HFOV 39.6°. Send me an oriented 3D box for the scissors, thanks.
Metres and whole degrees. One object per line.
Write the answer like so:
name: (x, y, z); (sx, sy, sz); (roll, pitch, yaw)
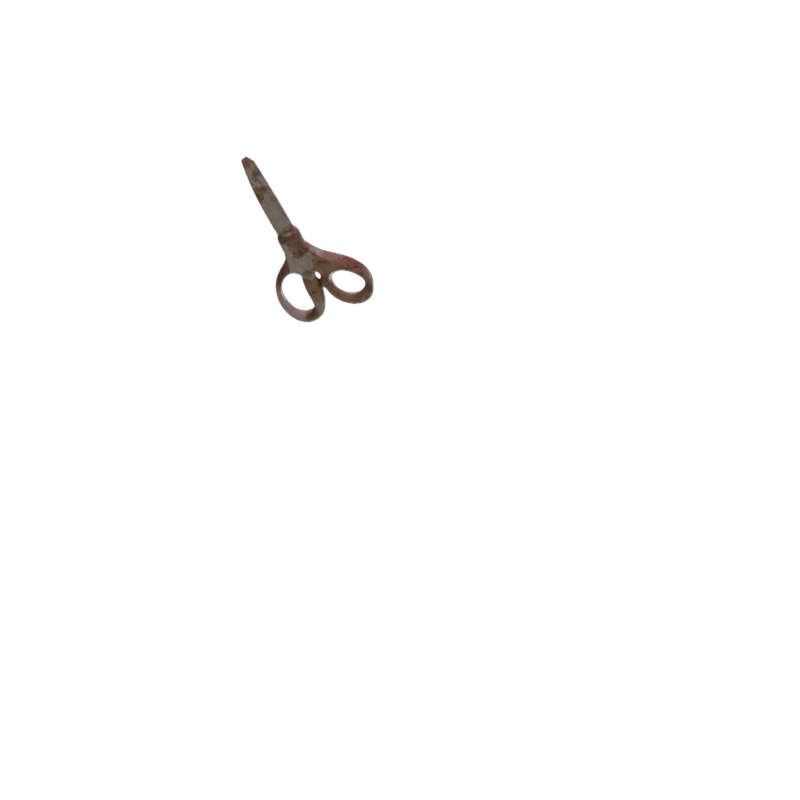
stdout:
scissors: (-0.073, -0.134, 0.938); (0.096, 0.017, 0.187); (-2, -38, 2)
